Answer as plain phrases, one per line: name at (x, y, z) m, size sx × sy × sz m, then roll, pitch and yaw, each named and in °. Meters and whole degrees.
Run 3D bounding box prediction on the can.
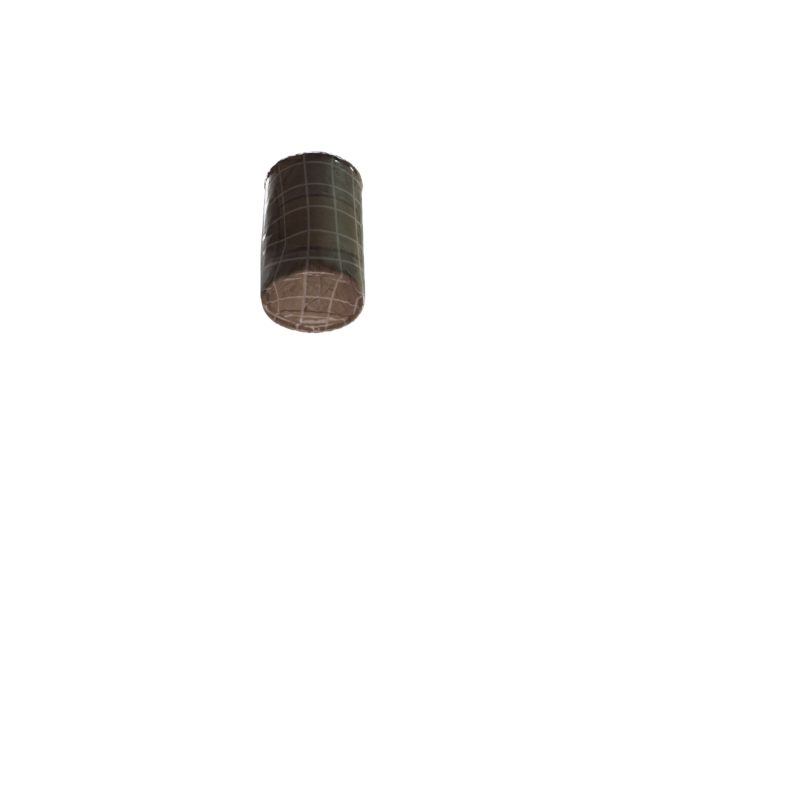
can at (-0.057, -0.104, 0.730) m, size 0.068 × 0.110 × 0.064 m, roll -1°, pitch -36°, yaw -3°
